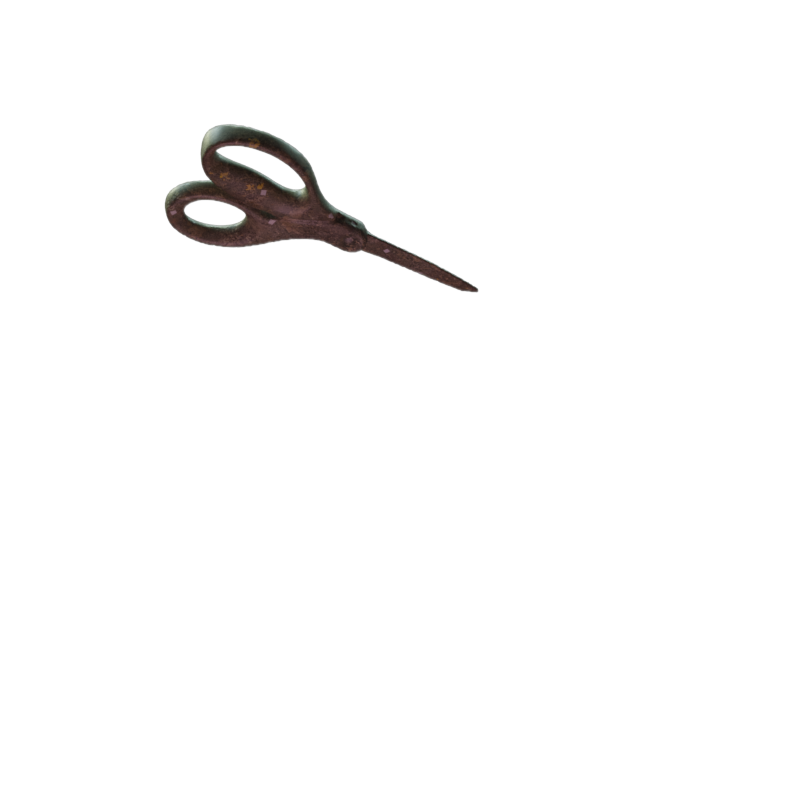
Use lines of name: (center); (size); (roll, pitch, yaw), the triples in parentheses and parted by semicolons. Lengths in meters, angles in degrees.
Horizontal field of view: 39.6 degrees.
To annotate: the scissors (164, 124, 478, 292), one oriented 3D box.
scissors: (-0.049, -0.090, 0.631); (0.097, 0.017, 0.188); (-23, -39, 31)
